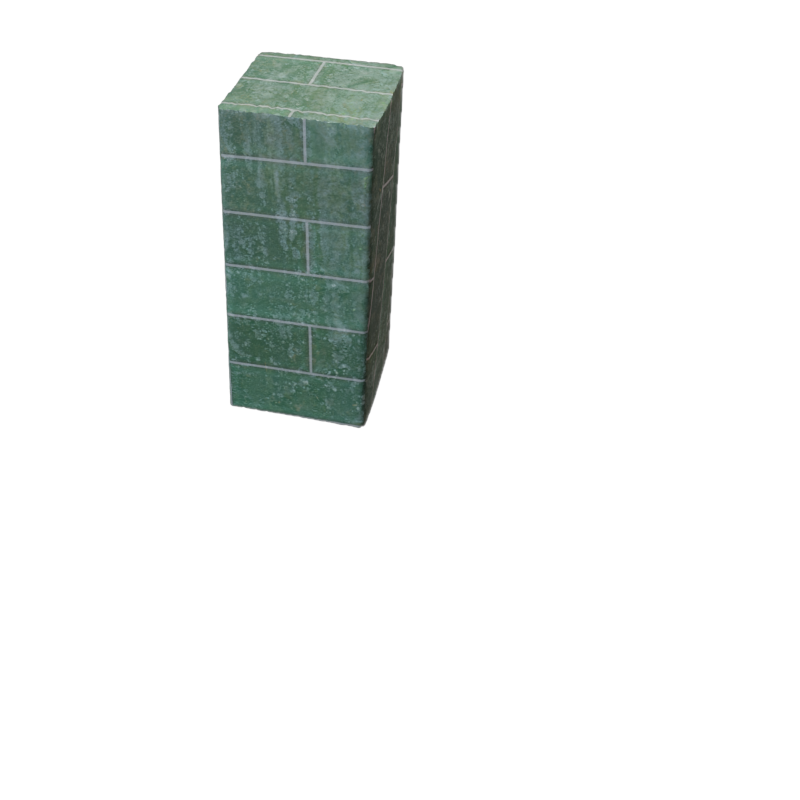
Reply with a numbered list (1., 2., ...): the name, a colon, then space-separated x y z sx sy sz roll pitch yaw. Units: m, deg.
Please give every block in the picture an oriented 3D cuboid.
1. block: -0.053 -0.097 0.678 0.092 0.193 0.094 9 35 9
